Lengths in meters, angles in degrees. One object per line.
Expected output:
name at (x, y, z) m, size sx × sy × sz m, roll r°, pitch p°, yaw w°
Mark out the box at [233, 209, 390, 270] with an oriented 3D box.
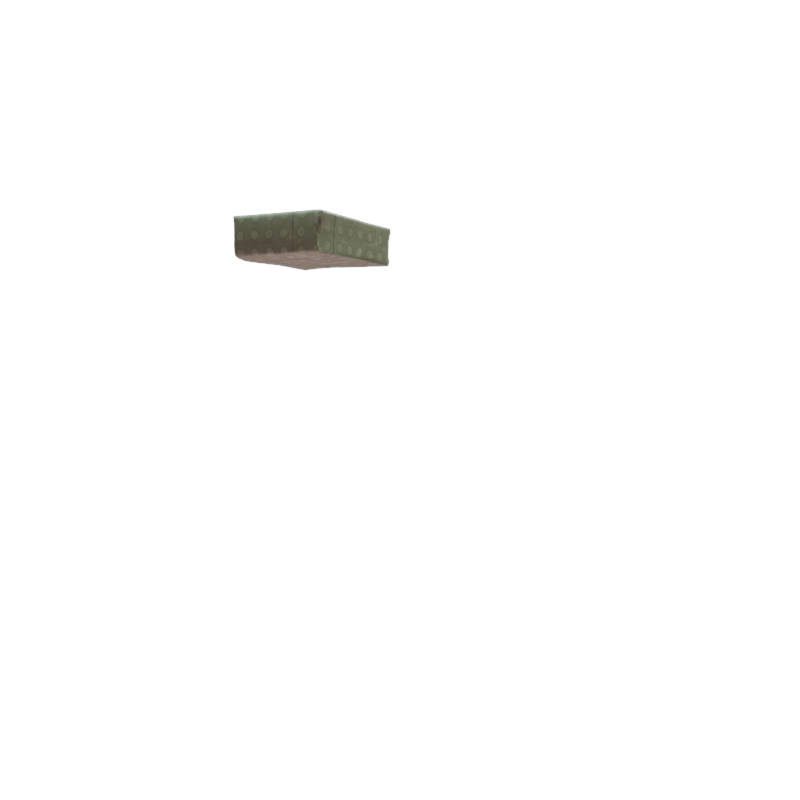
box at (-0.074, -0.135, 0.946) m, size 0.093 × 0.039 × 0.109 m, roll 0°, pitch 0°, yaw 32°
